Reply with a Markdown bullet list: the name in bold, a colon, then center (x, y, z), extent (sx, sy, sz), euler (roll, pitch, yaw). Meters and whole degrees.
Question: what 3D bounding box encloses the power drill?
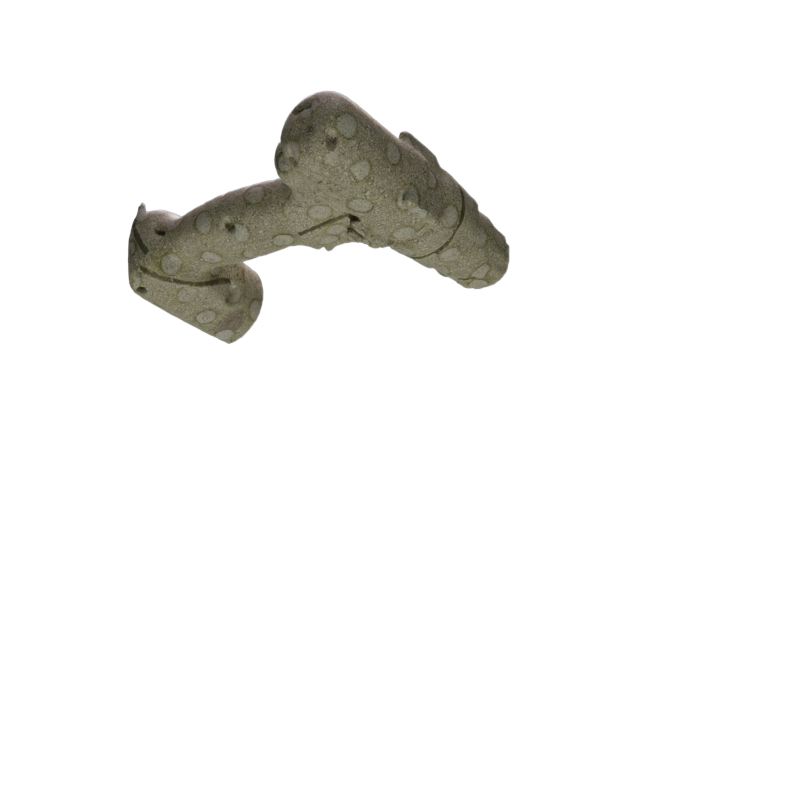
- **power drill**: center (-0.051, -0.093, 0.650), extent (0.189, 0.061, 0.171), euler (-20, -36, 31)
